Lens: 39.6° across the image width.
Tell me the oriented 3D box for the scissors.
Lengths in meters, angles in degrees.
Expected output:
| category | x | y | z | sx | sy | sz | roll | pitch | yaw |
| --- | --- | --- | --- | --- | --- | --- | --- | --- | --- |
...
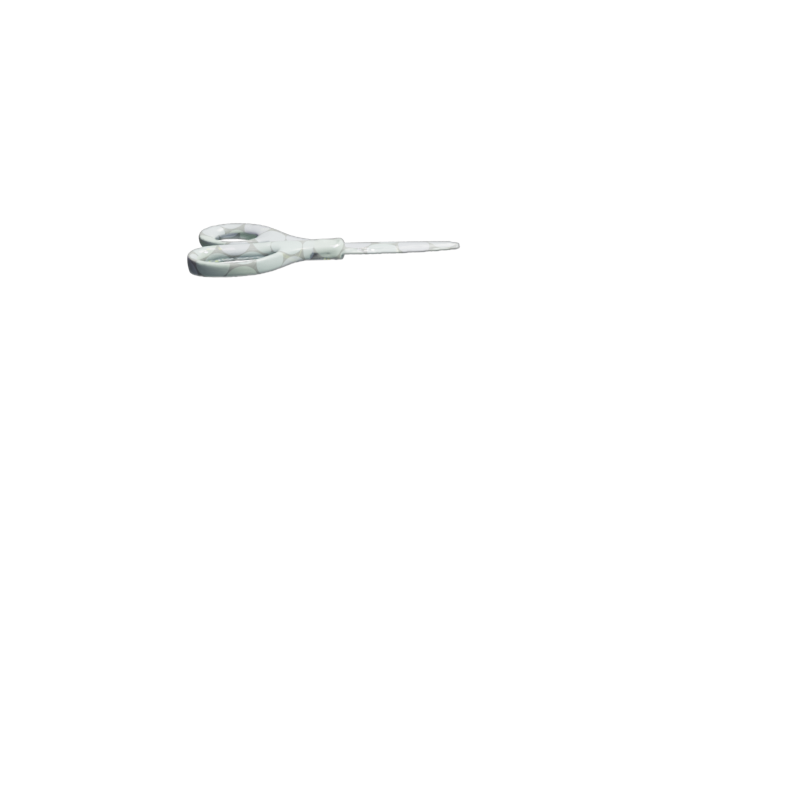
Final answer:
| category | x | y | z | sx | sy | sz | roll | pitch | yaw |
| --- | --- | --- | --- | --- | --- | --- | --- | --- | --- |
| scissors | -0.066 | -0.120 | 0.843 | 0.198 | 0.015 | 0.103 | -10 | 29 | -19 |
